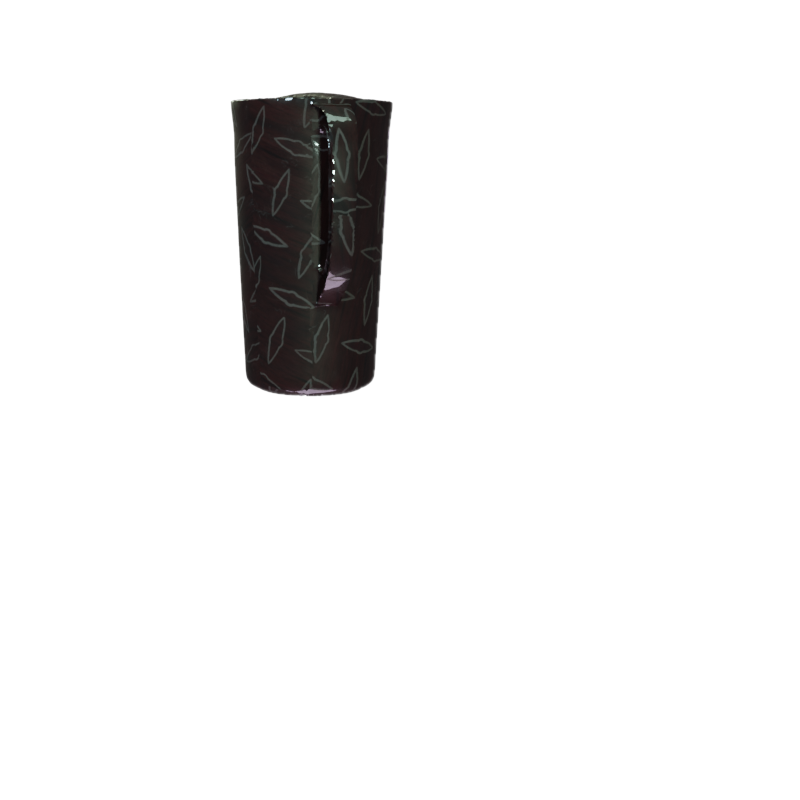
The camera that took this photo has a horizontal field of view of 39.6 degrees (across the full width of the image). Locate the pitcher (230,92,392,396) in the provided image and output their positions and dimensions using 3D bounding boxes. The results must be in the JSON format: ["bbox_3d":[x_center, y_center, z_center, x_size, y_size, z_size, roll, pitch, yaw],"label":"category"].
[{"bbox_3d":[-0.071,-0.130,0.908,0.150,0.240,0.146,3,7,27],"label":"pitcher"}]
